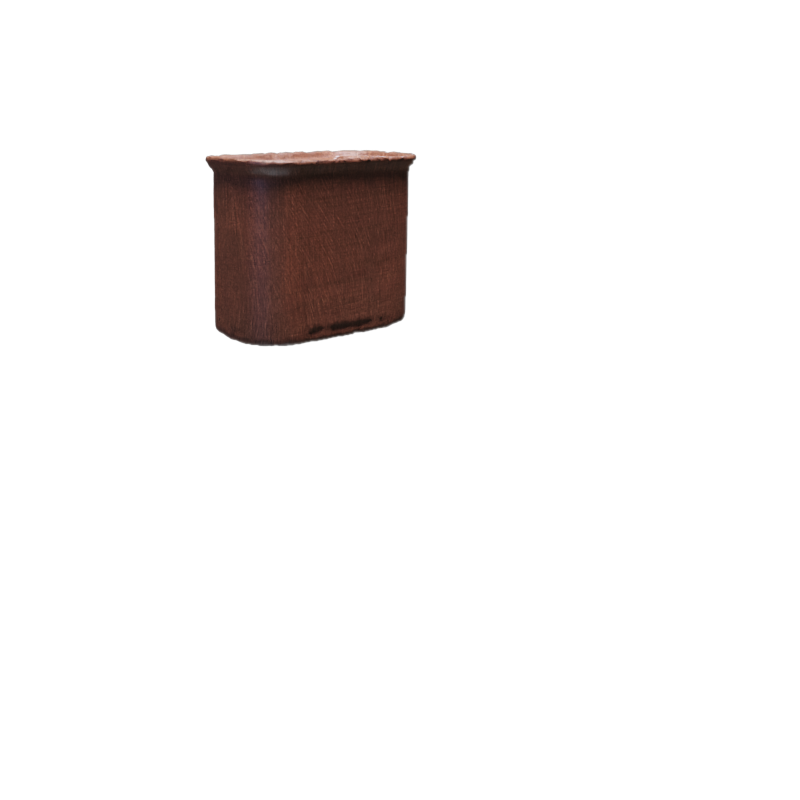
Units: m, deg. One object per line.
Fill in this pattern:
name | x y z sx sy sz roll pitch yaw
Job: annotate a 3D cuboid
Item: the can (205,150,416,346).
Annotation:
can | -0.041 -0.076 0.530 0.099 0.082 0.060 -11 15 -41
